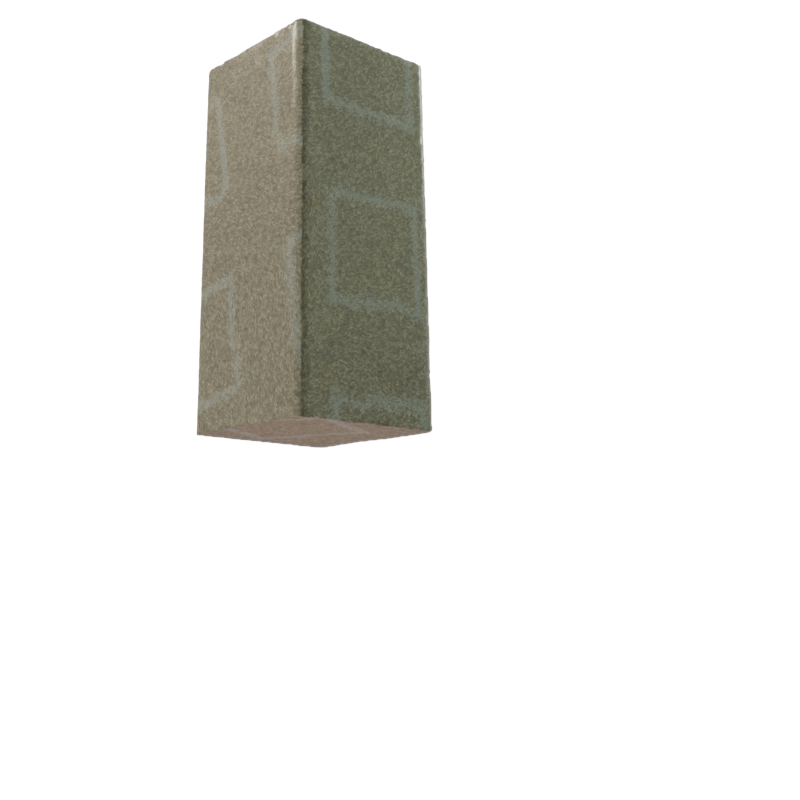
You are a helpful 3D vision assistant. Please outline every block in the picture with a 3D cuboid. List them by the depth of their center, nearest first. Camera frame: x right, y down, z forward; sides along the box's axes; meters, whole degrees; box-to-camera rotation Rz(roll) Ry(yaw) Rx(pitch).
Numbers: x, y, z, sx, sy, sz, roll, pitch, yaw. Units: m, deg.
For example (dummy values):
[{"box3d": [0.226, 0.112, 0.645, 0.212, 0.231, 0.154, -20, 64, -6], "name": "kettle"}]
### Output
[{"box3d": [-0.047, -0.085, 0.599, 0.086, 0.214, 0.091, 13, -21, -41], "name": "block"}]
